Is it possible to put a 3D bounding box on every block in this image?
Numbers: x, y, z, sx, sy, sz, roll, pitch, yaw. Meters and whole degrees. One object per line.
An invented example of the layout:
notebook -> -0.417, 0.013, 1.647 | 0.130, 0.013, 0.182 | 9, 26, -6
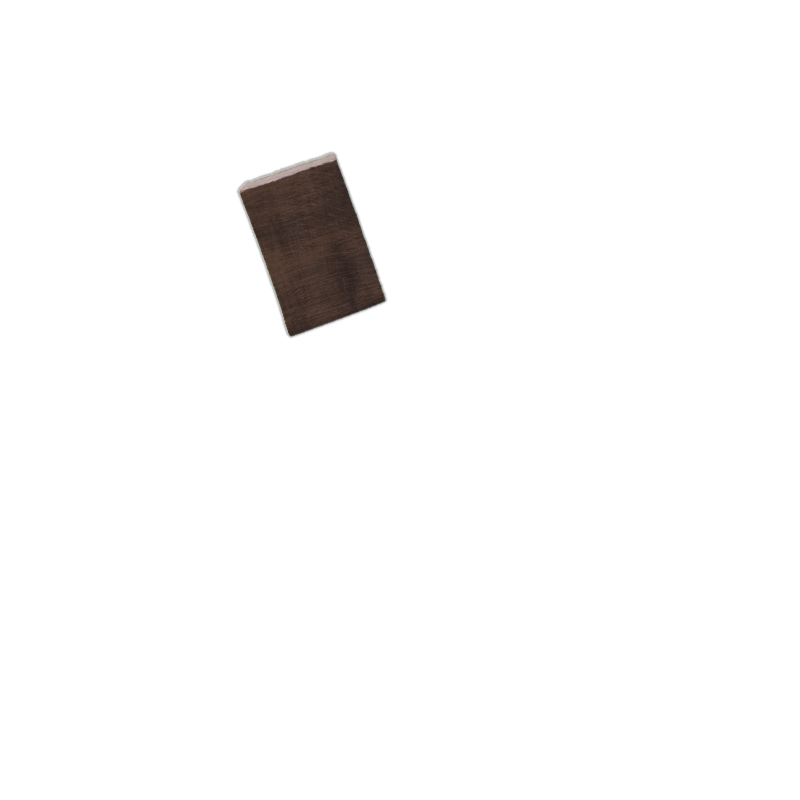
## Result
block -> -0.044, -0.080, 0.563 | 0.053, 0.077, 0.052 | -18, 8, 1
